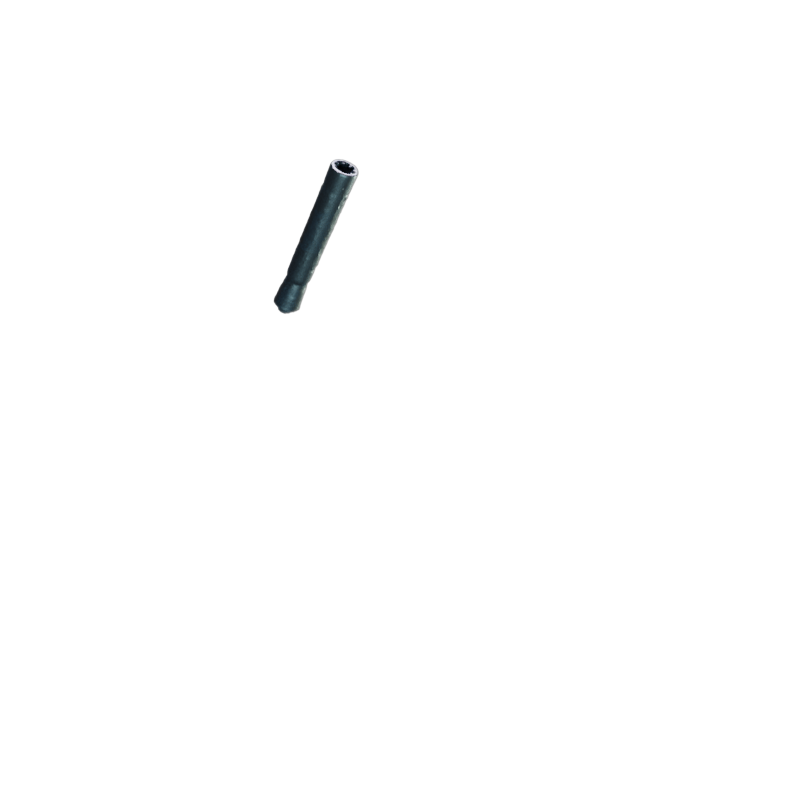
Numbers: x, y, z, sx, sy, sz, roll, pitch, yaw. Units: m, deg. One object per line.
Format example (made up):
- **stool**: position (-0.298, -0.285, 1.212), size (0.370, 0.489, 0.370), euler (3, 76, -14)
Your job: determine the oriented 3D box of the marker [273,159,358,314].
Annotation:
- **marker**: position (-0.057, -0.103, 0.722), size (0.019, 0.116, 0.021), euler (17, 37, -16)
